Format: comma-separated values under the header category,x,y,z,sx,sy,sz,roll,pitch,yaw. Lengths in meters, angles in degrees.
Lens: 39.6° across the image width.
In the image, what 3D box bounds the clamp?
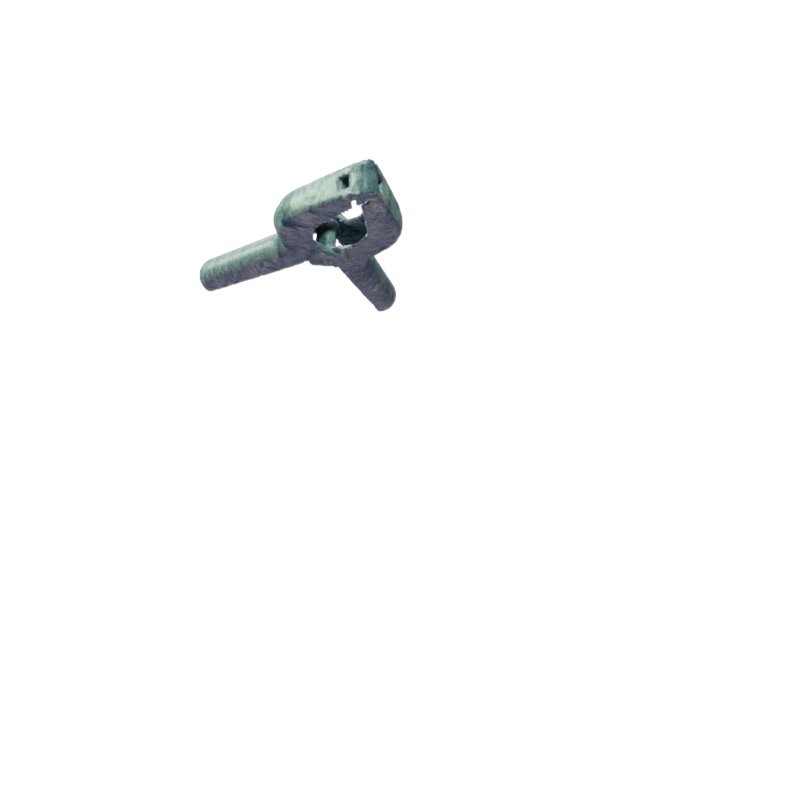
category,x,y,z,sx,sy,sz,roll,pitch,yaw
clamp,-0.066,-0.120,0.840,0.162,0.038,0.202,3,-20,-10
